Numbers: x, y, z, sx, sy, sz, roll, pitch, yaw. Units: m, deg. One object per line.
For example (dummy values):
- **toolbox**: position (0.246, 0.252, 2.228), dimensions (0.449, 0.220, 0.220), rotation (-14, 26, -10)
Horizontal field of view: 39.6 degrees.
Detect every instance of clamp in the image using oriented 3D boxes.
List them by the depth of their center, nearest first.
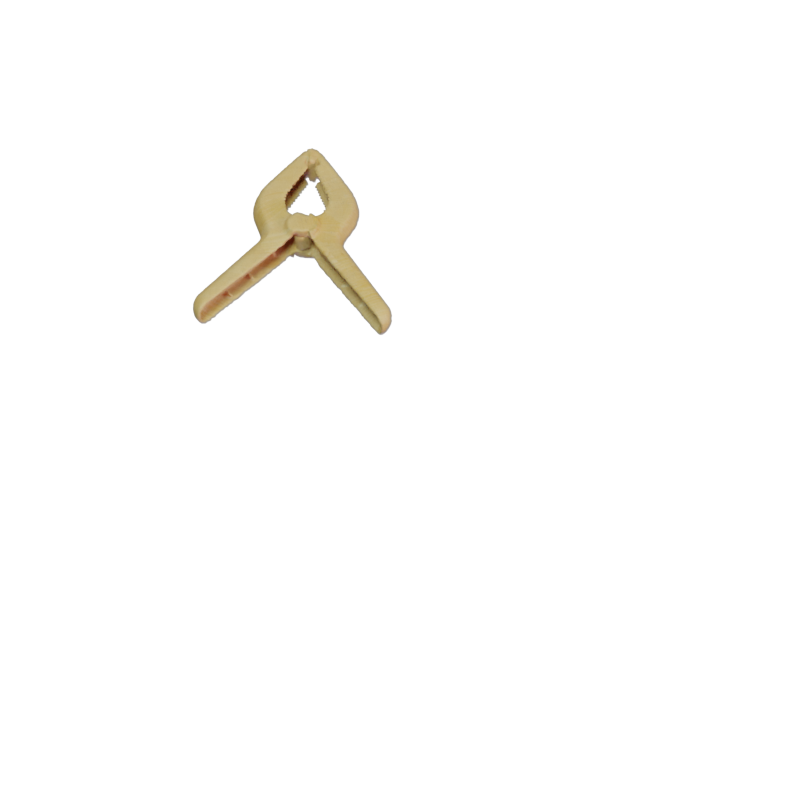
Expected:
- **clamp**: position (-0.076, -0.139, 0.974), dimensions (0.167, 0.223, 0.034), rotation (8, -39, 6)
